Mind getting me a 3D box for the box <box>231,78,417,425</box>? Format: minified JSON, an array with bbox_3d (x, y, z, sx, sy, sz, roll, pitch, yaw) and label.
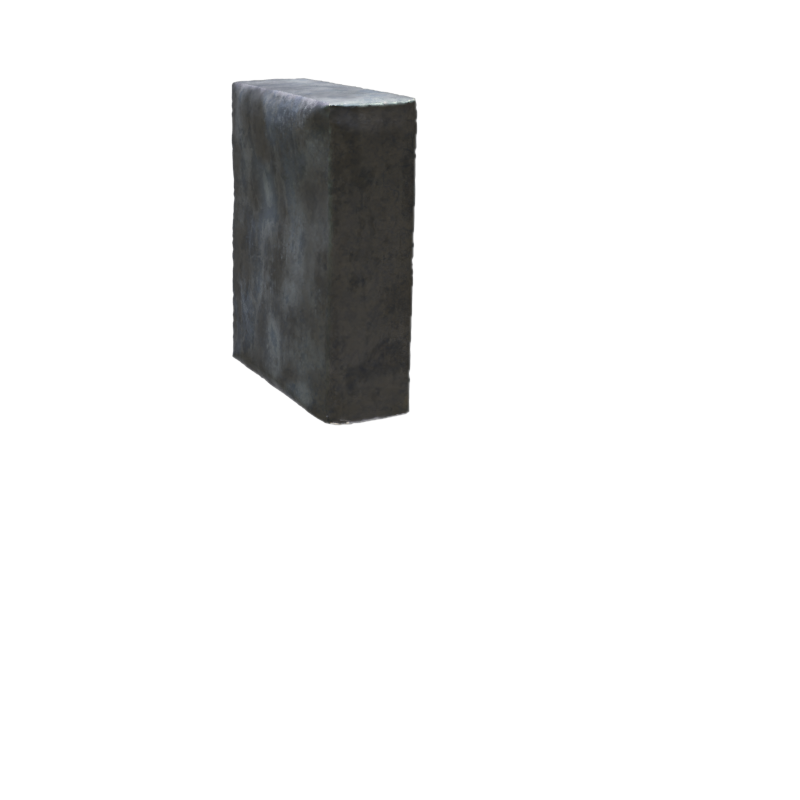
[{"bbox_3d":[-0.061,-0.110,0.774,0.070,0.207,0.174,-7,18,-28],"label":"box"}]
